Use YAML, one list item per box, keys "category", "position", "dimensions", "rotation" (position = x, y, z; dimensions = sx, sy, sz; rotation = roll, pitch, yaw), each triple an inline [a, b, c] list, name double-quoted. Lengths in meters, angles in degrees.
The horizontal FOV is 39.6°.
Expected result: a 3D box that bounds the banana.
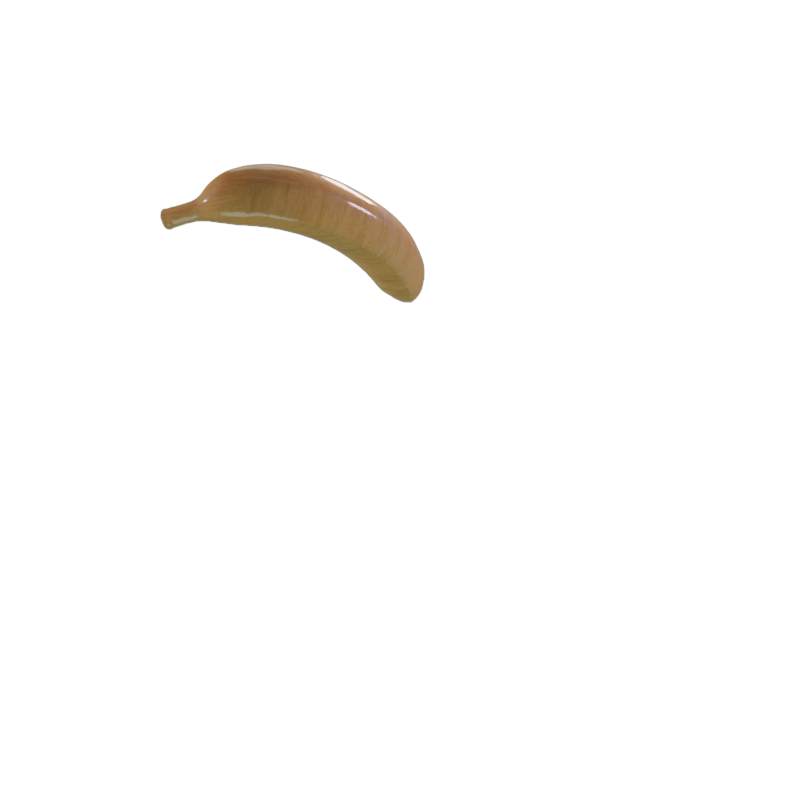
- category: "banana"
  position: [-0.043, -0.102, 0.664]
  dimensions: [0.187, 0.039, 0.070]
  rotation: [16, -26, -38]
